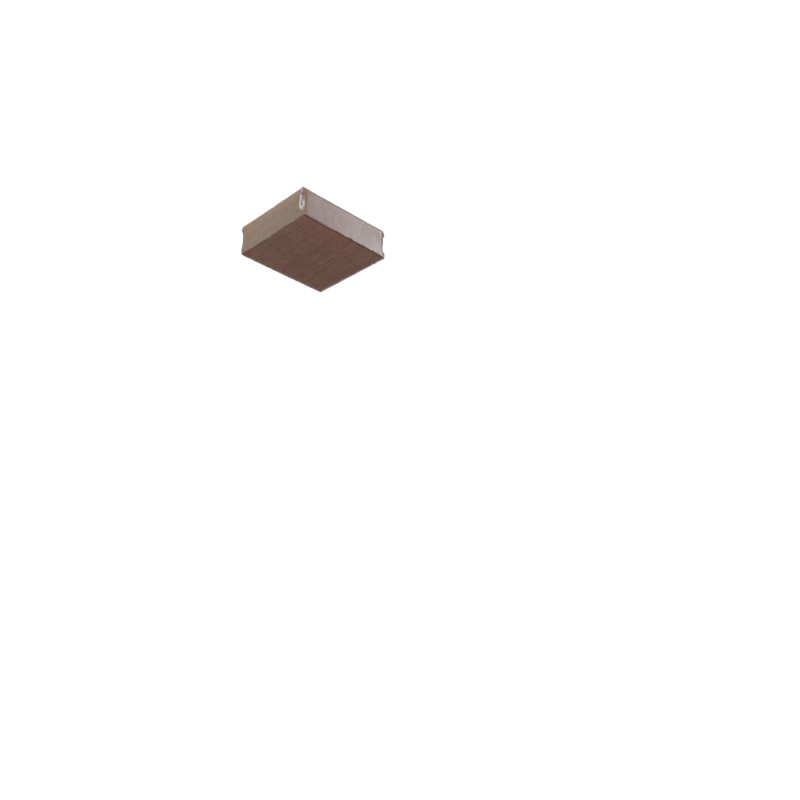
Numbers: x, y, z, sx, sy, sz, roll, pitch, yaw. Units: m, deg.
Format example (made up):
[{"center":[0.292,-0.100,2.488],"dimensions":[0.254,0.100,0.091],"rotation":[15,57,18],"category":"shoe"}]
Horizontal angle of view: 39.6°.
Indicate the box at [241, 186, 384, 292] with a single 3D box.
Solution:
[{"center":[-0.068,-0.124,0.868],"dimensions":[0.084,0.032,0.073],"rotation":[24,-37,-38],"category":"box"}]
